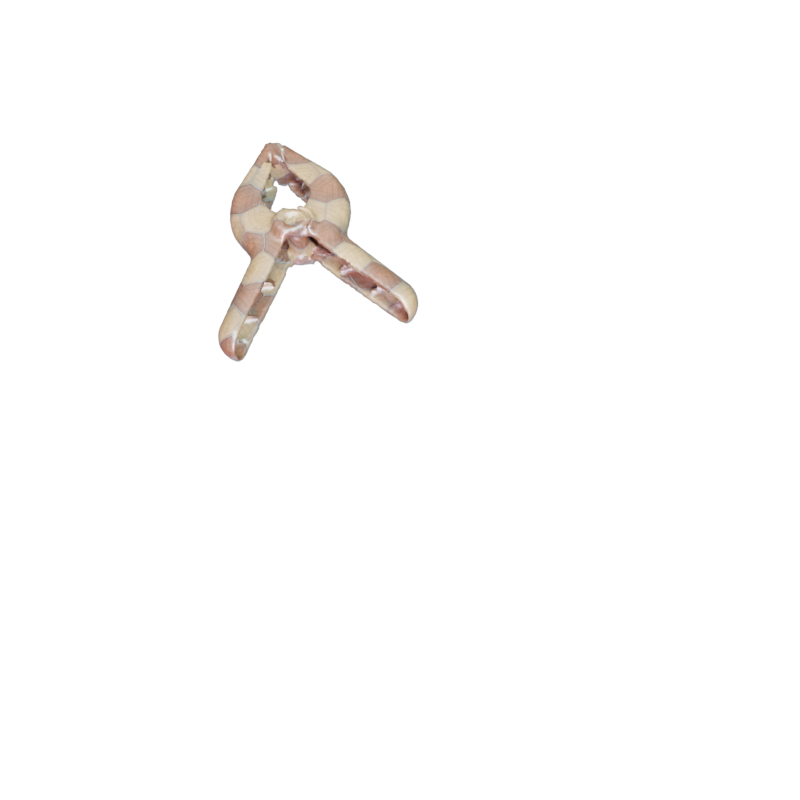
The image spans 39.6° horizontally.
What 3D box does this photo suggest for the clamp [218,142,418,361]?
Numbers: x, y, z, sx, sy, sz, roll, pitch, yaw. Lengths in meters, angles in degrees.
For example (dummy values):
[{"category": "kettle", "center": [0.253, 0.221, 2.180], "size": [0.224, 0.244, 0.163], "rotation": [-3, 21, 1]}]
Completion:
[{"category": "clamp", "center": [-0.055, -0.101, 0.707], "size": [0.120, 0.184, 0.037], "rotation": [-4, -38, -3]}]
